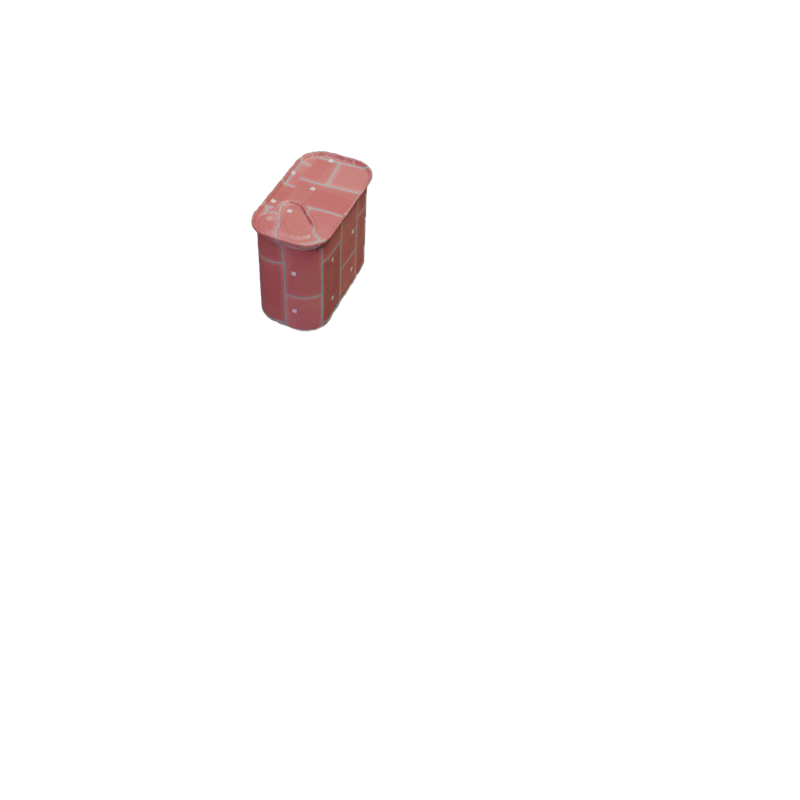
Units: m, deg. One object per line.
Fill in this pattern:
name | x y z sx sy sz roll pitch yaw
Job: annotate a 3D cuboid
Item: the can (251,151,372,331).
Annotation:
can | -0.061 -0.112 0.782 0.059 0.078 0.106 17 46 14
